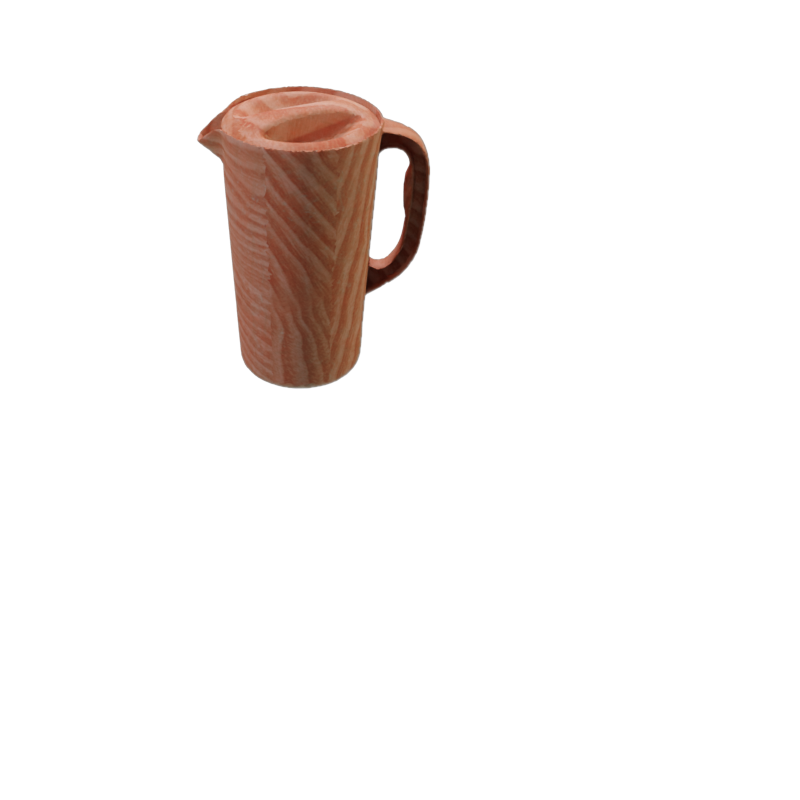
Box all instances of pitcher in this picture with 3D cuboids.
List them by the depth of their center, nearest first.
[{"bbox_3d":[-0.074,-0.134,0.941,0.159,0.228,0.145,28,41,34],"label":"pitcher"}]
